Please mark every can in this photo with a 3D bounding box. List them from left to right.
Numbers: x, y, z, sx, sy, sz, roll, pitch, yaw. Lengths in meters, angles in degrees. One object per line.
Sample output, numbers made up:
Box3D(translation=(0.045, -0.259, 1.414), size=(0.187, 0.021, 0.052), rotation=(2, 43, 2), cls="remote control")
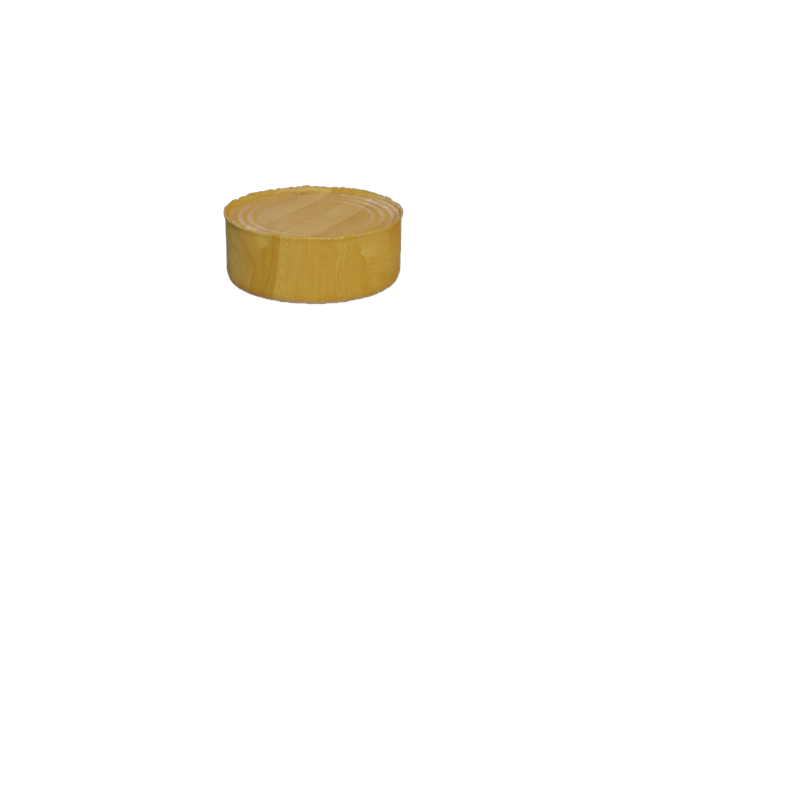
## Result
Box3D(translation=(-0.042, -0.076, 0.534), size=(0.086, 0.032, 0.090), rotation=(-1, 25, -2), cls="can")
